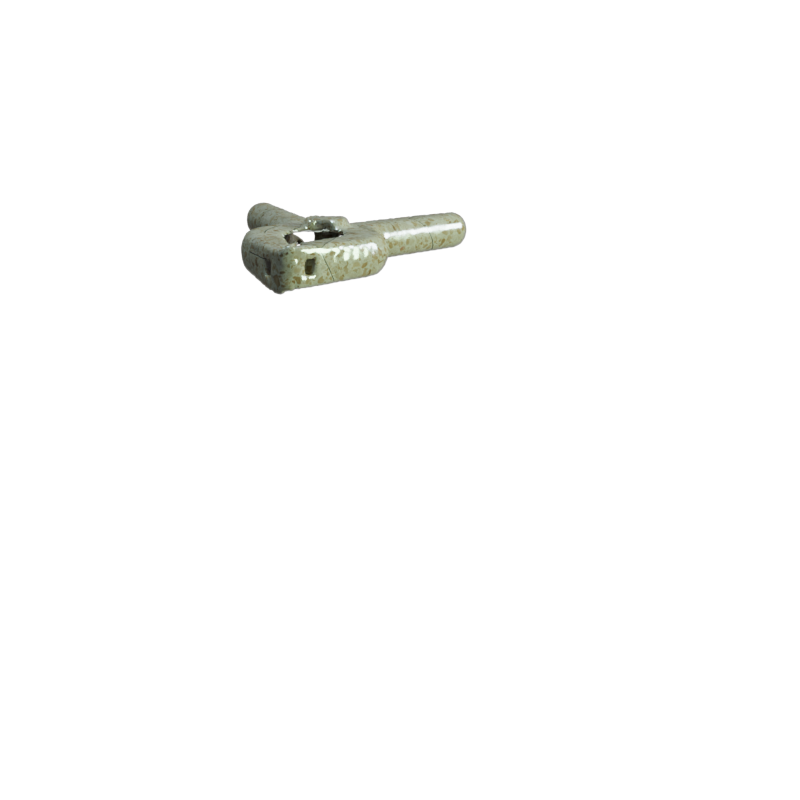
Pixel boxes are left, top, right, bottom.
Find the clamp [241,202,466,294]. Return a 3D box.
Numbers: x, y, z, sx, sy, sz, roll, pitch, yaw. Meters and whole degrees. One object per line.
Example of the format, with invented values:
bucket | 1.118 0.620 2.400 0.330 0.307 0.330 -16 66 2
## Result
clamp | -0.058 -0.107 0.747 0.169 0.035 0.211 6 18 18
